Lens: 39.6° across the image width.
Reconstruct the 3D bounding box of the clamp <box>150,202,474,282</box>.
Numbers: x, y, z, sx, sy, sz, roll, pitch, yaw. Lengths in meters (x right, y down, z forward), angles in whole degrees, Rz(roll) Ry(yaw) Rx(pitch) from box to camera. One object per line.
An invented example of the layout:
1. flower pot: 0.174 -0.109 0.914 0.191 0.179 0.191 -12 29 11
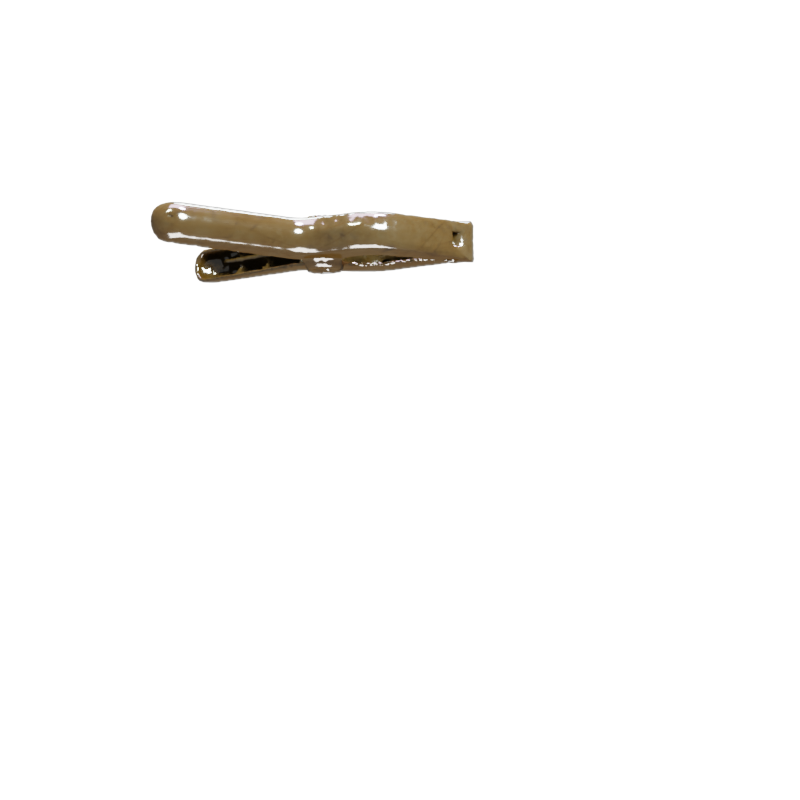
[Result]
1. clamp: -0.058 -0.106 0.741 0.213 0.037 0.159 -1 -4 9
